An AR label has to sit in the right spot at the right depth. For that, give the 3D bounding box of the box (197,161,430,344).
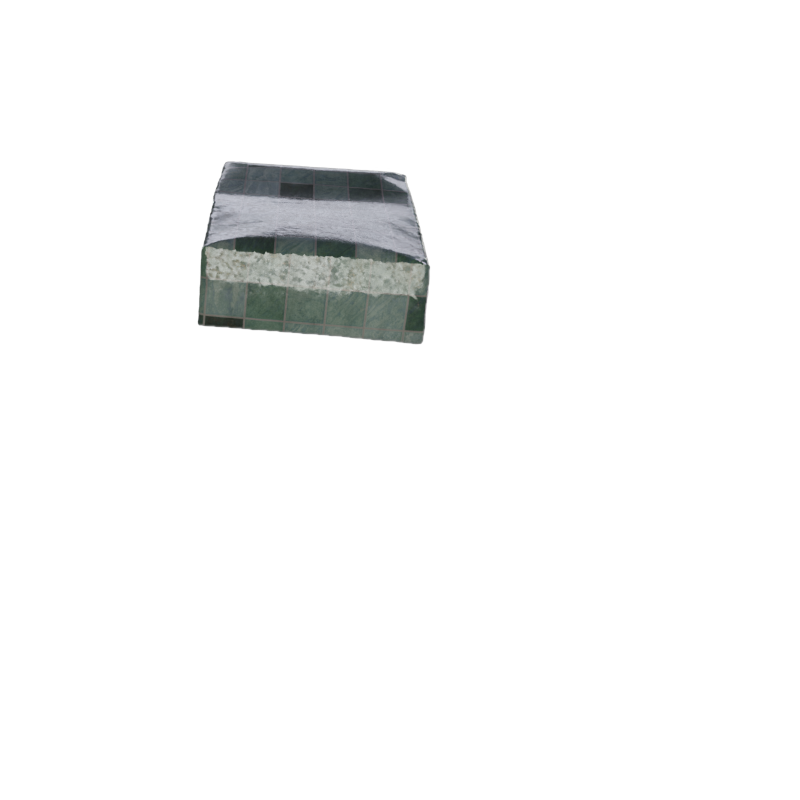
[{"bbox_3d":[-0.069,-0.125,0.876,0.163,0.068,0.226,3,27,-5],"label":"box"}]
